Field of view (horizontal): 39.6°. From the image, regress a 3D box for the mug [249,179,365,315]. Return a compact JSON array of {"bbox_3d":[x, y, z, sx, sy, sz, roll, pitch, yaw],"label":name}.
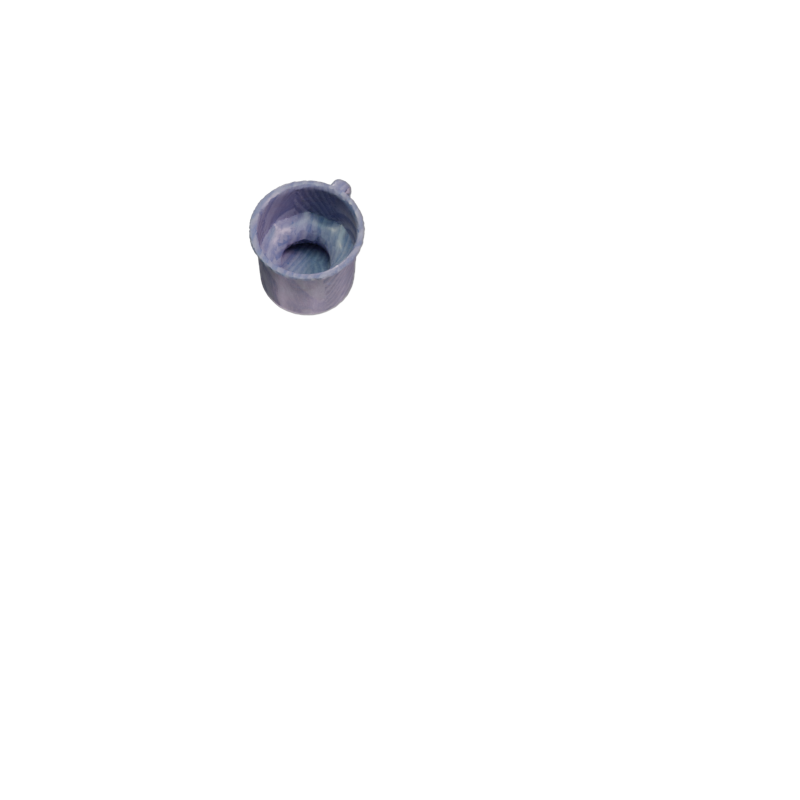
[{"bbox_3d":[-0.073,-0.132,0.927,0.095,0.121,0.077,22,-25,9],"label":"mug"}]
